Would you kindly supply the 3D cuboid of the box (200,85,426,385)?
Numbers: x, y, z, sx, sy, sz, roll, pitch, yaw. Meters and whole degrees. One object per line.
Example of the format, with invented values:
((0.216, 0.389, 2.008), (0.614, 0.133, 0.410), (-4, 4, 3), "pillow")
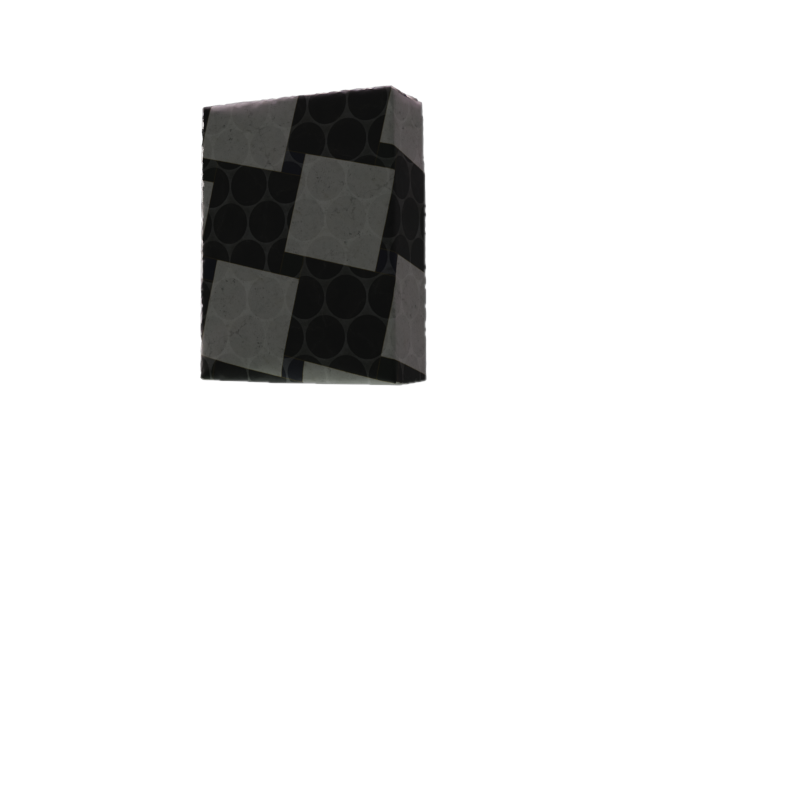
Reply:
((-0.066, -0.120, 0.843), (0.169, 0.216, 0.069), (-1, -4, 25), "box")
